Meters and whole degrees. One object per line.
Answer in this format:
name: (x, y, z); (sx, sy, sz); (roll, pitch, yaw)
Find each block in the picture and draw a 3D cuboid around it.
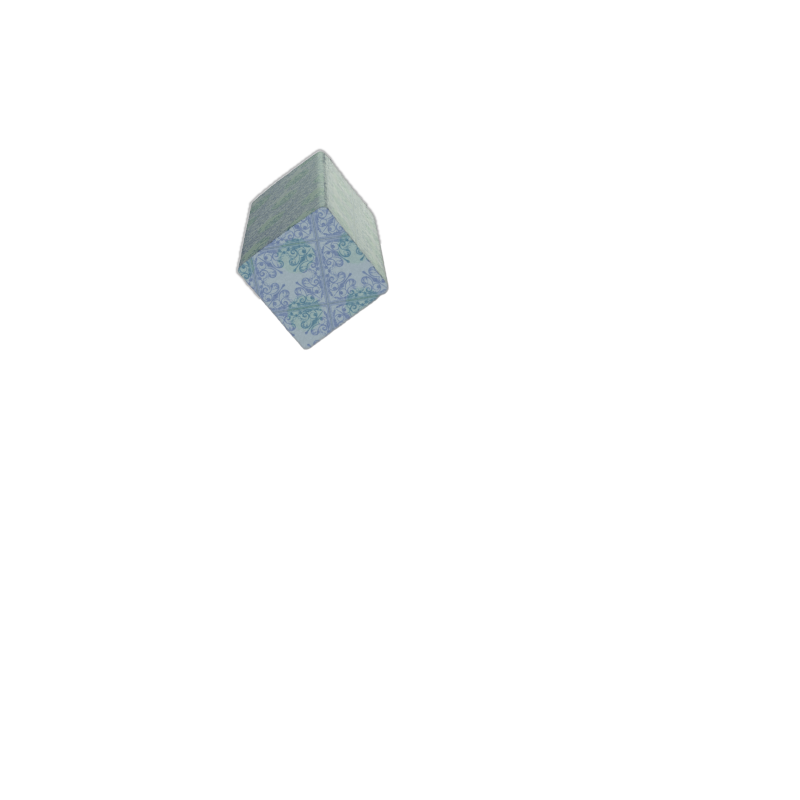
block: (-0.076, -0.140, 0.974); (0.090, 0.087, 0.216); (-36, 21, 11)
